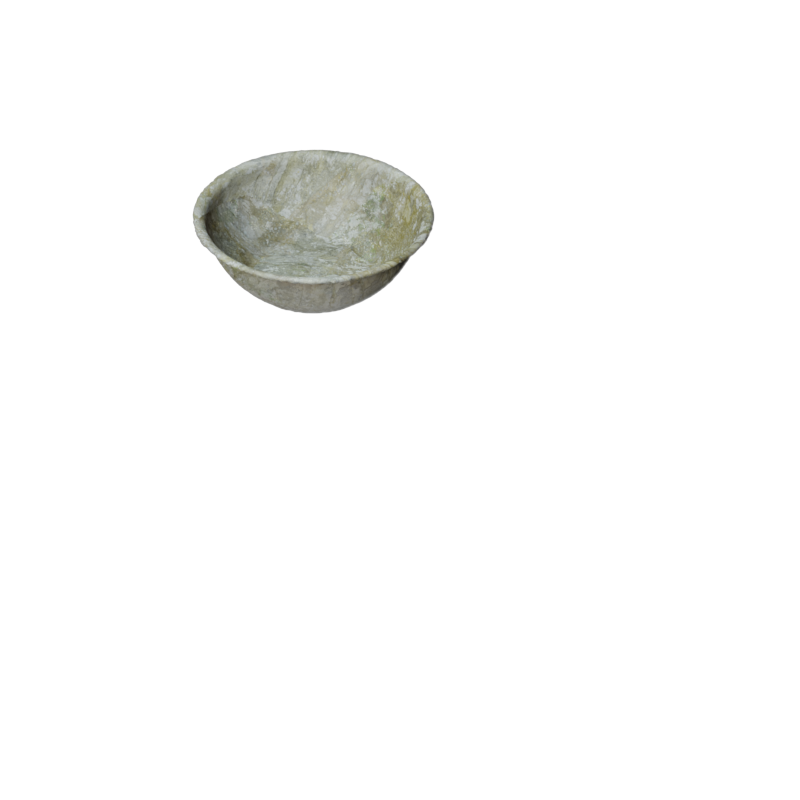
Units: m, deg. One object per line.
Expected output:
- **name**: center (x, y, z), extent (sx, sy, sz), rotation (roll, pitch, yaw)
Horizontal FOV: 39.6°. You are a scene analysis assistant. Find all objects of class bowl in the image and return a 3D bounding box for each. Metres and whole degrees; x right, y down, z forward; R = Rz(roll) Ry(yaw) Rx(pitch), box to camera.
- **bowl**: center (-0.059, -0.108, 0.758), extent (0.162, 0.051, 0.174), rotation (-1, 39, -2)
